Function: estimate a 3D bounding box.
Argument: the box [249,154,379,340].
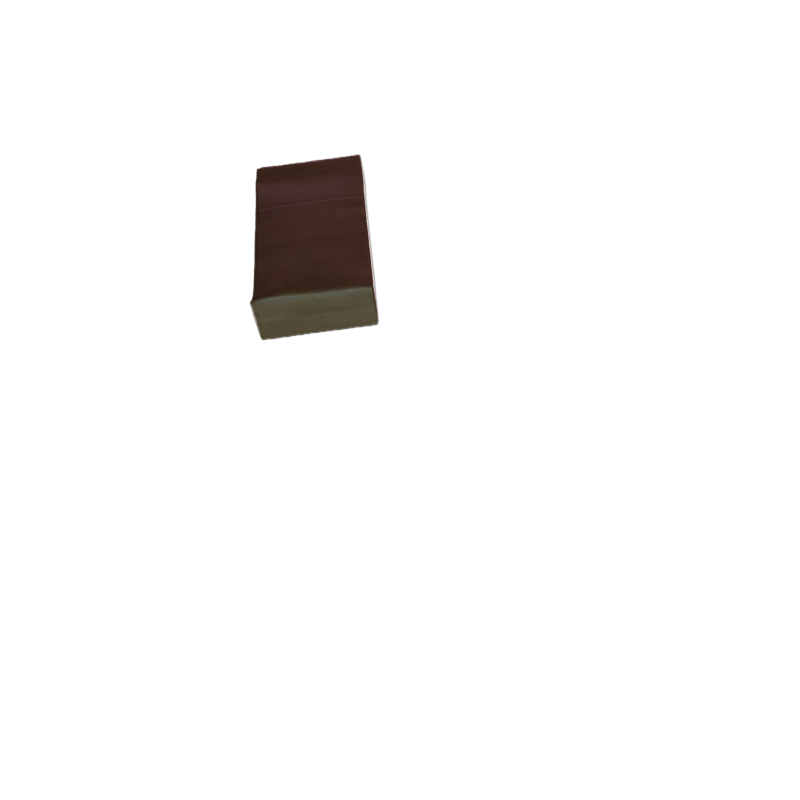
[{"bbox_3d":[-0.069,-0.126,0.886,0.094,0.045,0.189,-8,41,3],"label":"box"}]
